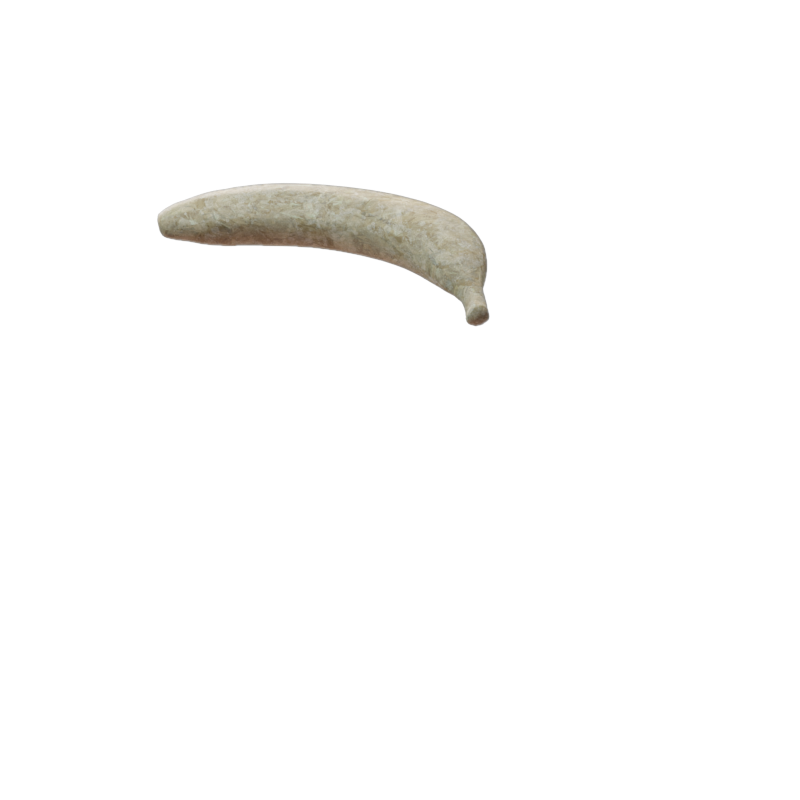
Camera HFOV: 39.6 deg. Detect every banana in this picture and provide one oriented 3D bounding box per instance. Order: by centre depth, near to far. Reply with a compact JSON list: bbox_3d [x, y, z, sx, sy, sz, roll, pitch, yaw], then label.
[{"bbox_3d":[-0.034,-0.090,0.593,0.207,0.035,0.070,16,33,25],"label":"banana"}]
